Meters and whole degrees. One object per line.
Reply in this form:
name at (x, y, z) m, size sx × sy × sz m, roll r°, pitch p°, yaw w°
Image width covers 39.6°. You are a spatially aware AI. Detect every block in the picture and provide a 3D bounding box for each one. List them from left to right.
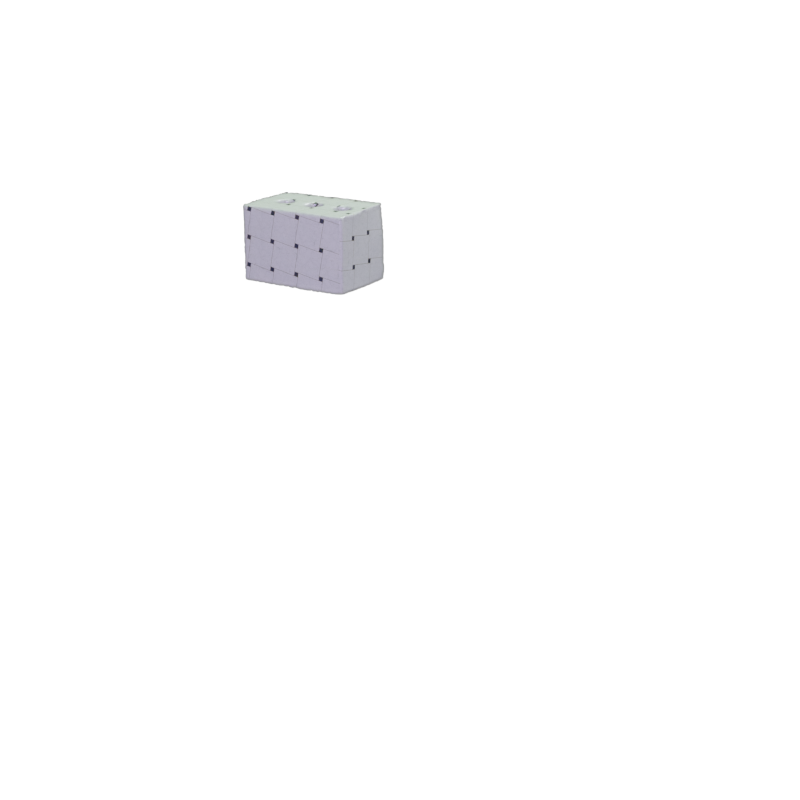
block at (-0.056, -0.103, 0.721) m, size 0.081 × 0.049 × 0.052 m, roll 11°, pitch 20°, yaw 29°
